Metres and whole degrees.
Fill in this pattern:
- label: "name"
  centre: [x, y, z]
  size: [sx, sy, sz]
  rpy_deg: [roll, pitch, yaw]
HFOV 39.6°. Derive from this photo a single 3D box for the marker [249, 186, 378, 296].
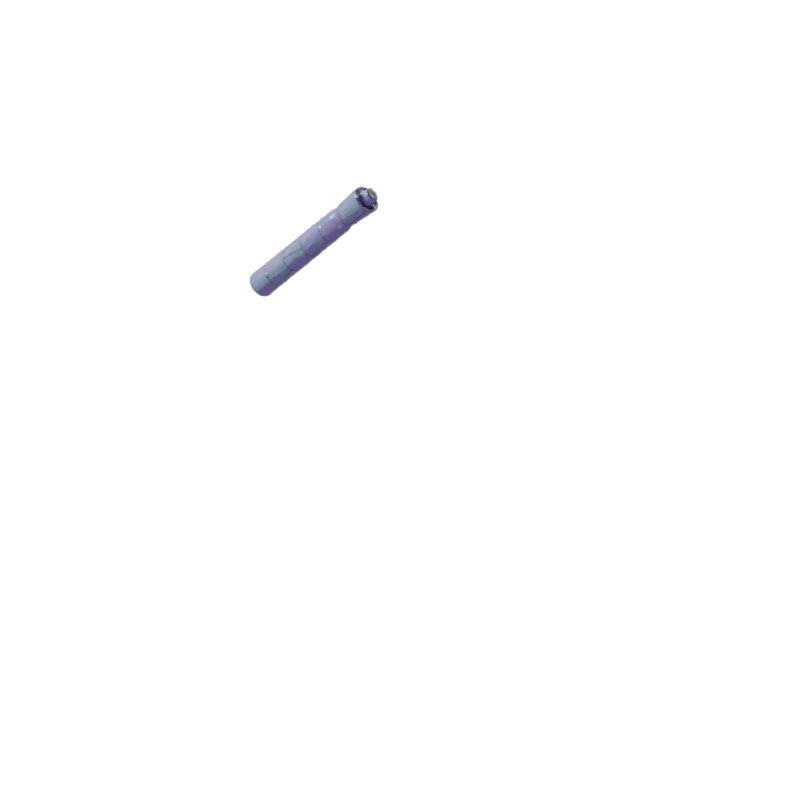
- label: "marker"
  centre: [-0.057, -0.104, 0.725]
  size: [0.019, 0.021, 0.120]
  rpy_deg: [-3, -22, -47]
